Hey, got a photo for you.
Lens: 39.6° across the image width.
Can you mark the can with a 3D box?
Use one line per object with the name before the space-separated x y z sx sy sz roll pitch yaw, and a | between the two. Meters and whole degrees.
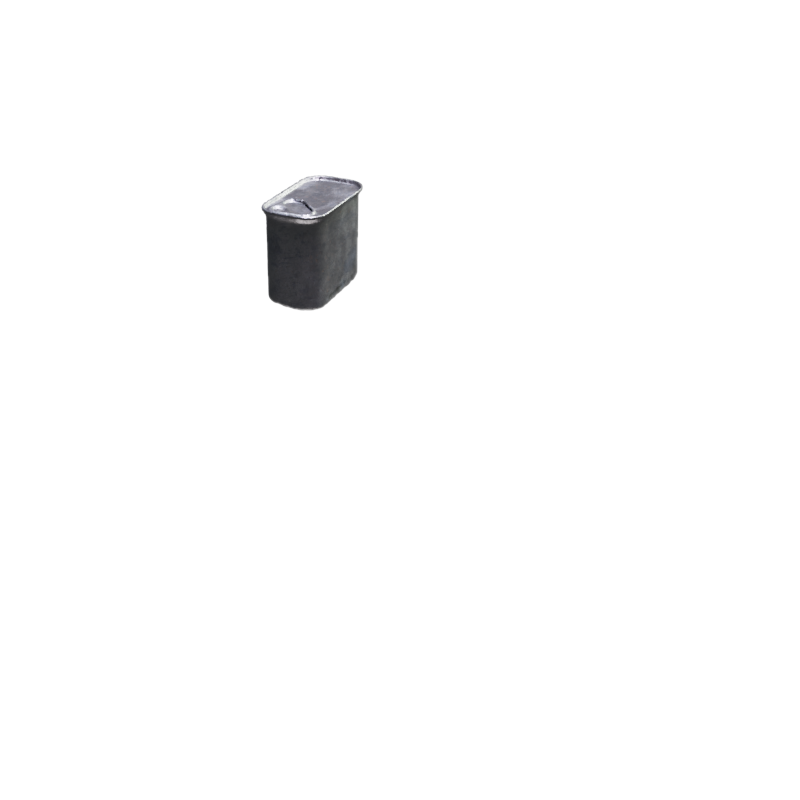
can | -0.073 -0.133 0.932 0.060 0.079 0.104 11 28 20
